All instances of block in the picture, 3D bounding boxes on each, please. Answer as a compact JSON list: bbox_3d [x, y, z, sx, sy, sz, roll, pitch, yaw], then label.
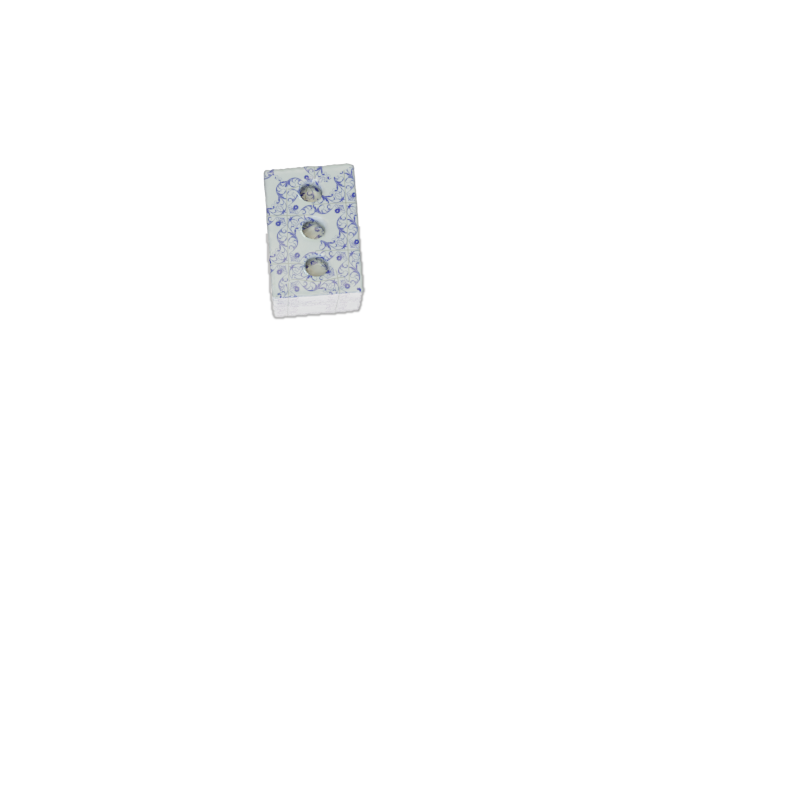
[{"bbox_3d":[-0.050,-0.091,0.638,0.052,0.081,0.049,-5,-15,-3],"label":"block"}]
